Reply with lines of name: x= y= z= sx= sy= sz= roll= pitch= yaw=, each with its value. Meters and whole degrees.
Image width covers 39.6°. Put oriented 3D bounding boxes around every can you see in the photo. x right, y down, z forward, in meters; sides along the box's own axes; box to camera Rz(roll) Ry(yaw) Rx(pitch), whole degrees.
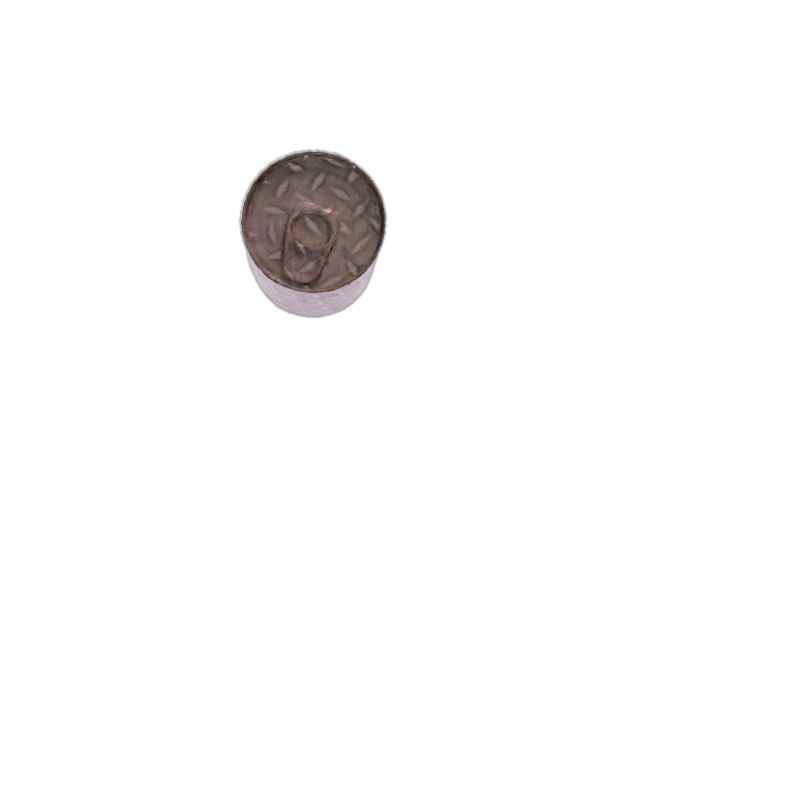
can: x=-0.044 y=-0.081 z=0.565 sx=0.068 sy=0.070 sz=0.100 roll=0 pitch=-6 yaw=-3
